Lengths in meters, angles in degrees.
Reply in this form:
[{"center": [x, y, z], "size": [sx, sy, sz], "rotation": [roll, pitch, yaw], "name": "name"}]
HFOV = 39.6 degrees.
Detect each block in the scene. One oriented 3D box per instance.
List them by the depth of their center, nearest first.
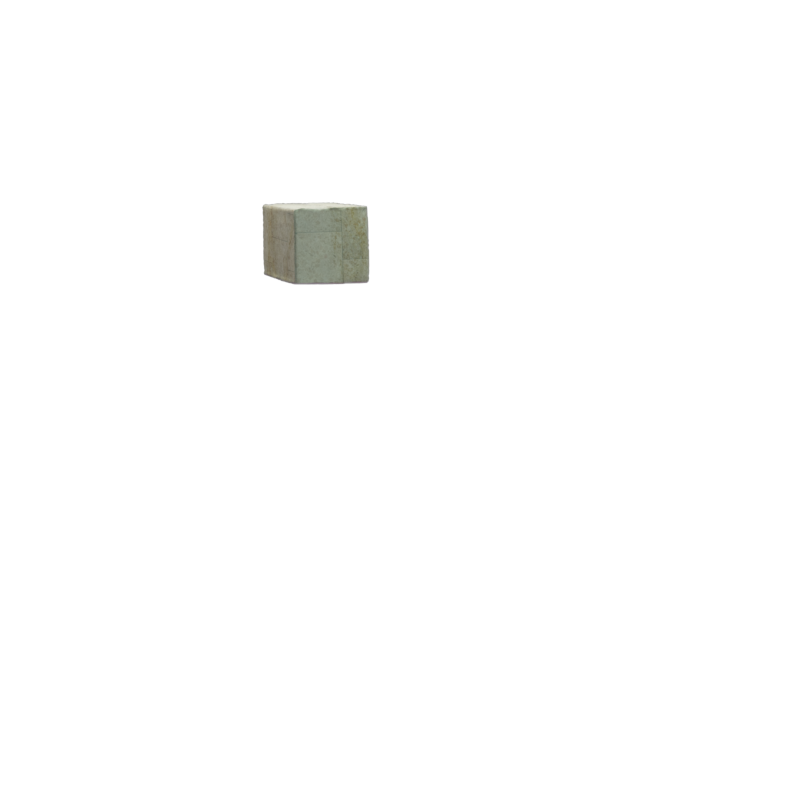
[{"center": [-0.059, -0.108, 0.756], "size": [0.051, 0.050, 0.081], "rotation": [-3, 10, -22], "name": "block"}]
